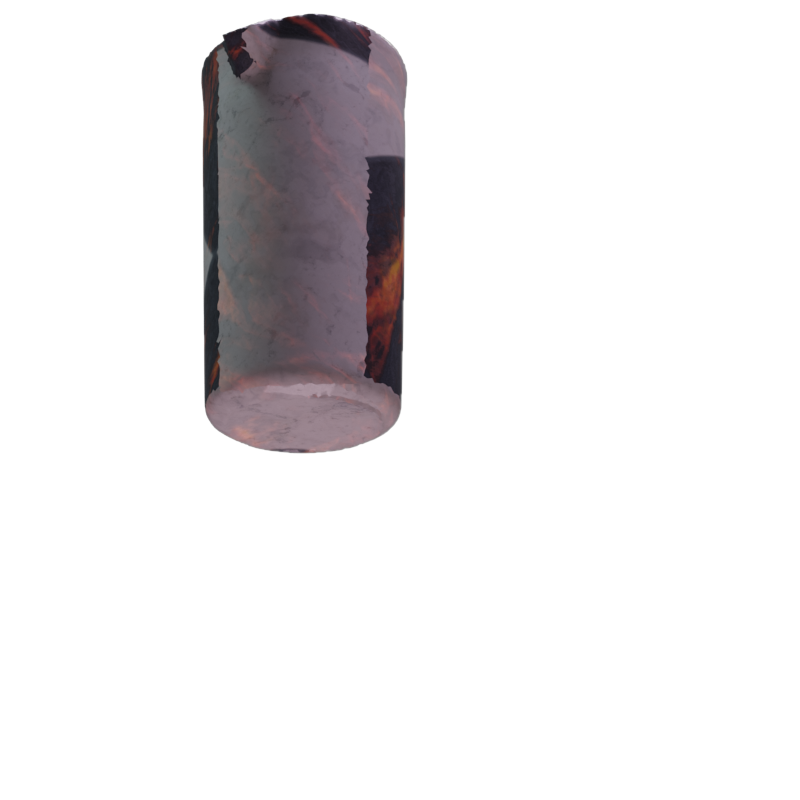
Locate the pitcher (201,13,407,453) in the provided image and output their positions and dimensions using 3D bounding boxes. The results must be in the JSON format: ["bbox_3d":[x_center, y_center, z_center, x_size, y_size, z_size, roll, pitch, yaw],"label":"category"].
[{"bbox_3d":[-0.052,-0.096,0.669,0.145,0.258,0.140,8,-28,-18],"label":"pitcher"}]
